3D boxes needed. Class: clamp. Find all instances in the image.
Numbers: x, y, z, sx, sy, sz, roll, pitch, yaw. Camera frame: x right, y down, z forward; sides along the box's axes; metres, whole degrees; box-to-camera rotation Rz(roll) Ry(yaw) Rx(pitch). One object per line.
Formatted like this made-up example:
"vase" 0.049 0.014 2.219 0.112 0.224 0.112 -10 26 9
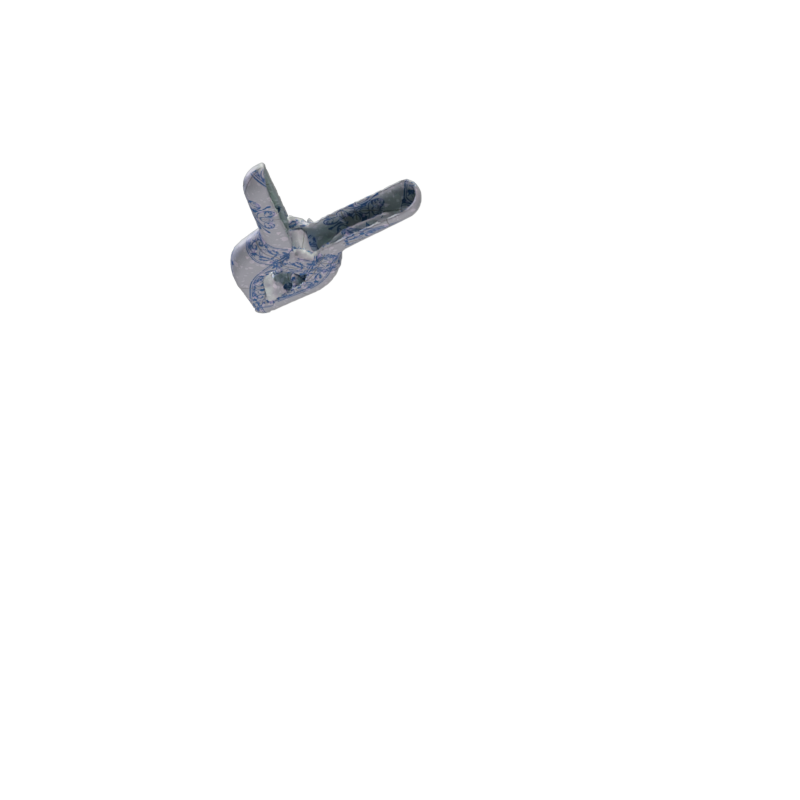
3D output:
"clamp" -0.060 -0.109 0.767 0.118 0.041 0.166 6 -22 -14
